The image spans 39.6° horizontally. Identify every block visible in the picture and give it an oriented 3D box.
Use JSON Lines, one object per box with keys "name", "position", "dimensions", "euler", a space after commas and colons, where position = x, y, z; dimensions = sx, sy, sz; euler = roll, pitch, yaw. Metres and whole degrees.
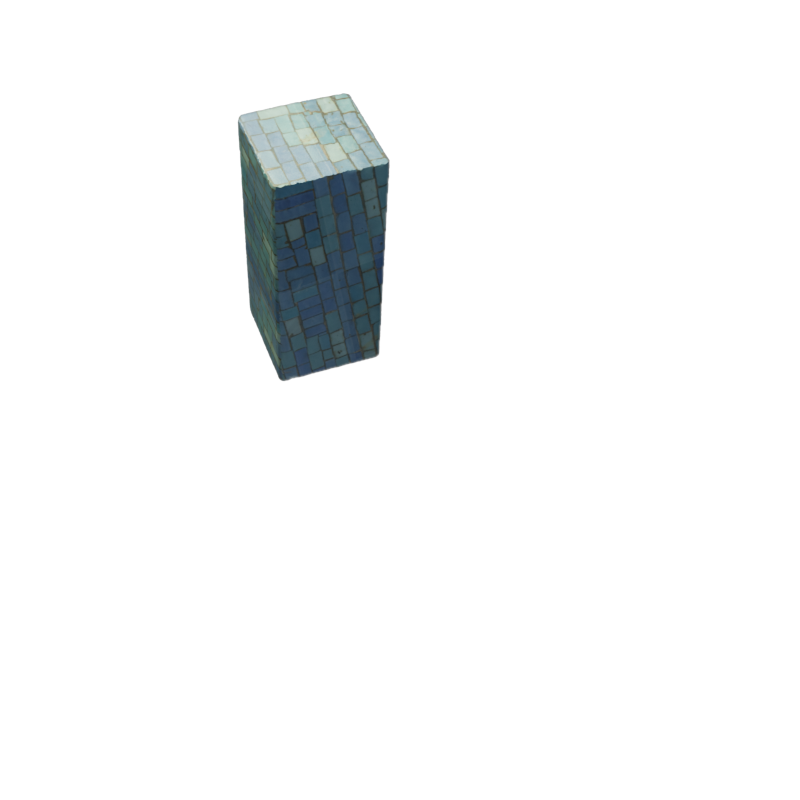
{"name": "block", "position": [-0.068, -0.123, 0.865], "dimensions": [0.089, 0.098, 0.192], "euler": [-14, -40, -16]}
